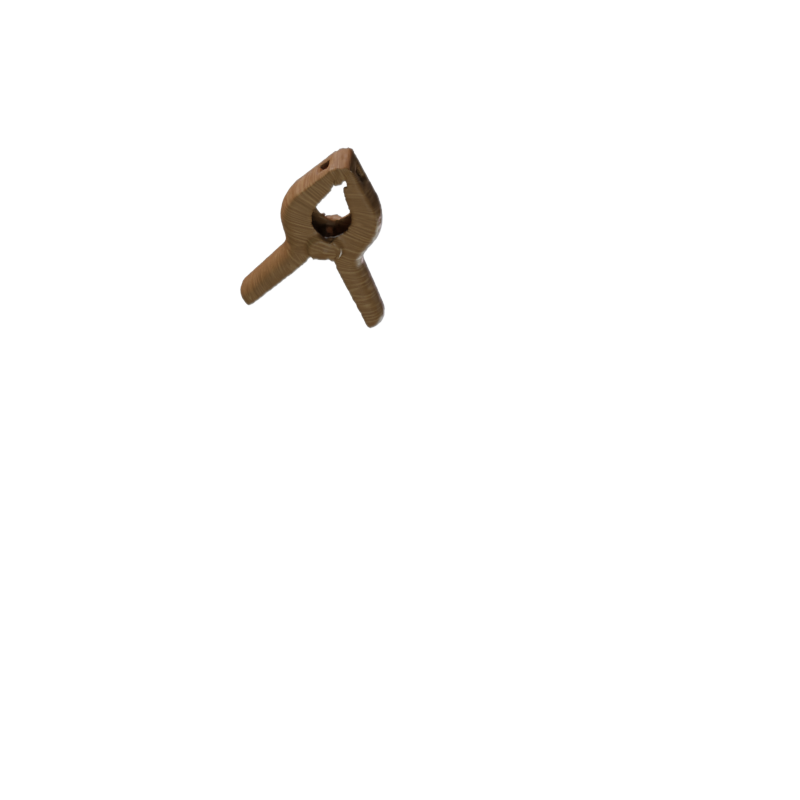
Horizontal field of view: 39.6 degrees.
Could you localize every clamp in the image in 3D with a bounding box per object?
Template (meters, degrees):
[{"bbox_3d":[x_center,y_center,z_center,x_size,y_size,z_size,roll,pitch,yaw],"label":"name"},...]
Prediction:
[{"bbox_3d":[-0.069,-0.126,0.879,0.120,0.160,0.042,2,42,-2],"label":"clamp"}]
